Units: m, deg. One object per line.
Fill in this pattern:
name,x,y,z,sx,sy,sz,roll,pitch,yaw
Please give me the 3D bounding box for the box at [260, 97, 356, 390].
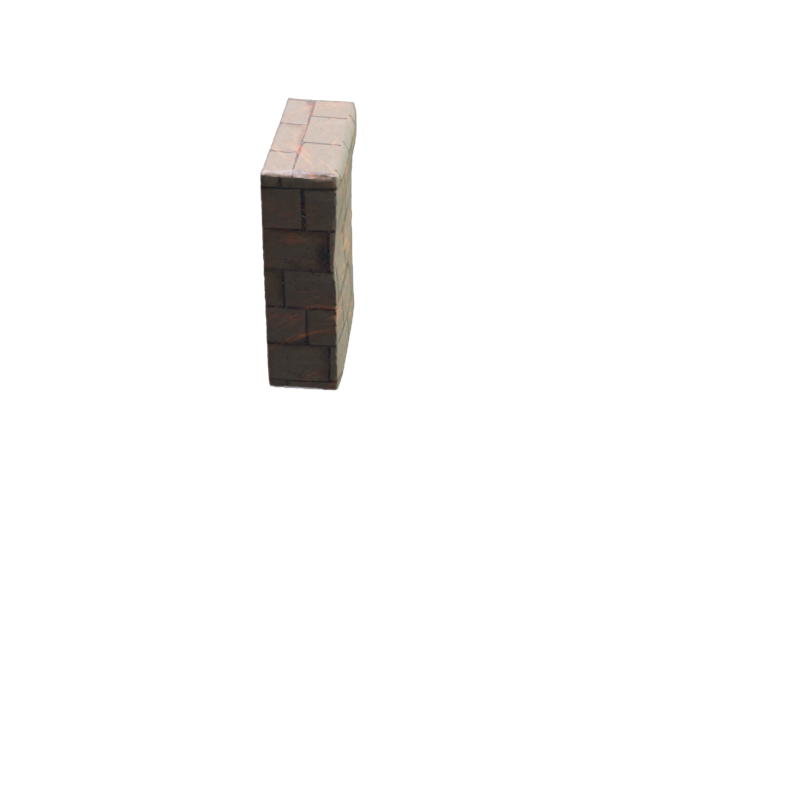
box,-0.078,-0.143,0.999,0.072,0.201,0.174,3,33,1
